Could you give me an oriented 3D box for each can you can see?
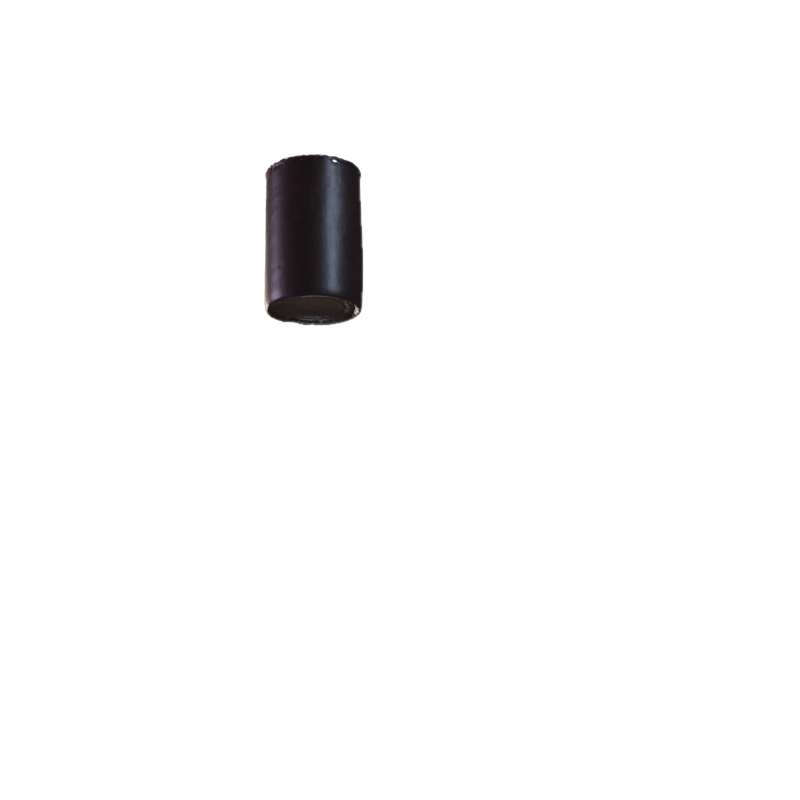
[{"bbox_3d":[-0.060,-0.109,0.766,0.068,0.107,0.066,0,-19,-2],"label":"can"}]
